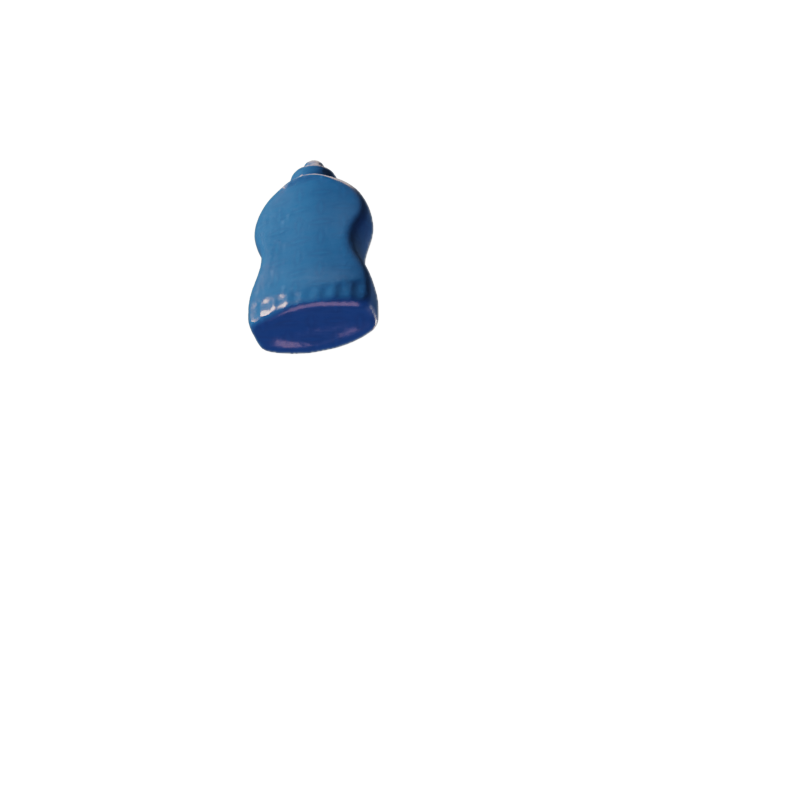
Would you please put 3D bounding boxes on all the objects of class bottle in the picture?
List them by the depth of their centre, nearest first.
[{"bbox_3d":[-0.070,-0.127,0.890,0.097,0.206,0.054,-14,-44,11],"label":"bottle"}]
